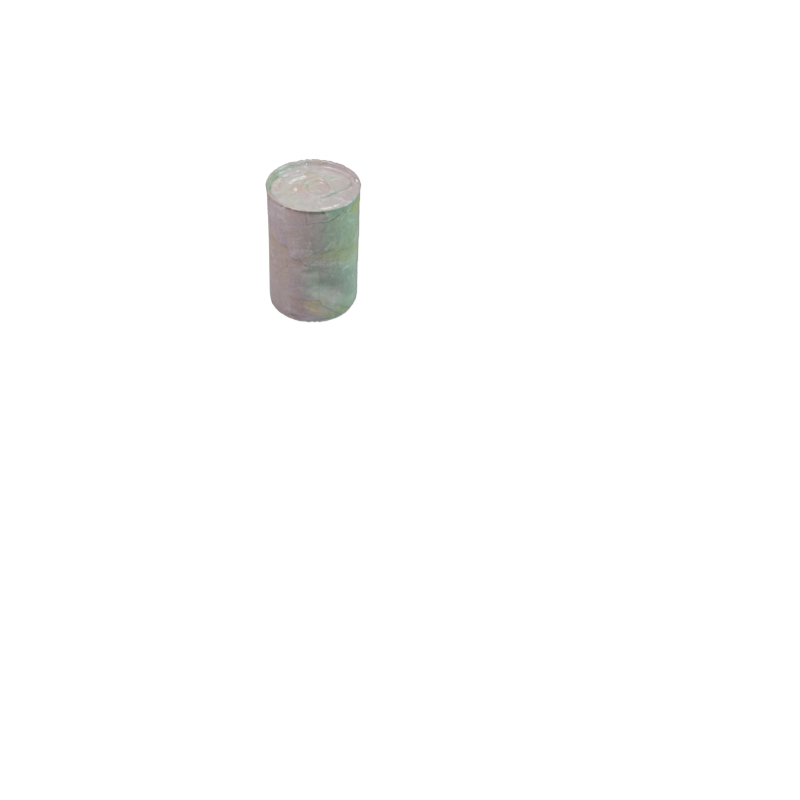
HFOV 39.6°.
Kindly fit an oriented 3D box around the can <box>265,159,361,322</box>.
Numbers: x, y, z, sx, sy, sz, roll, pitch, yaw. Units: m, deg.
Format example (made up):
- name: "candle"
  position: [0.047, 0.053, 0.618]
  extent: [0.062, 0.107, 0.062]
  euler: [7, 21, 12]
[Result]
- name: "can"
  position: [-0.064, -0.117, 0.817]
  extent: [0.068, 0.095, 0.073]
  euler: [0, 39, -3]
